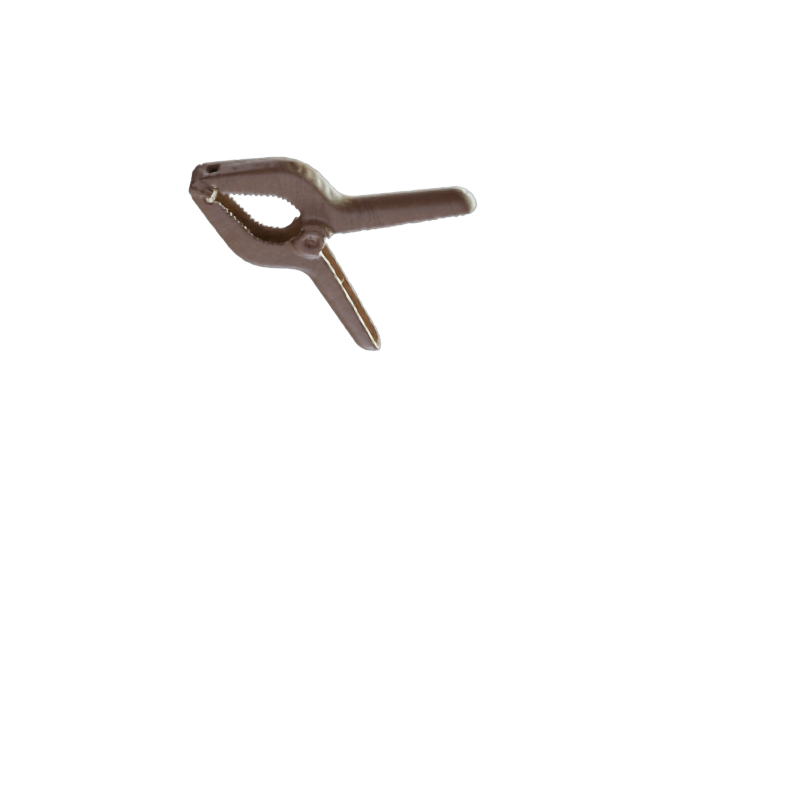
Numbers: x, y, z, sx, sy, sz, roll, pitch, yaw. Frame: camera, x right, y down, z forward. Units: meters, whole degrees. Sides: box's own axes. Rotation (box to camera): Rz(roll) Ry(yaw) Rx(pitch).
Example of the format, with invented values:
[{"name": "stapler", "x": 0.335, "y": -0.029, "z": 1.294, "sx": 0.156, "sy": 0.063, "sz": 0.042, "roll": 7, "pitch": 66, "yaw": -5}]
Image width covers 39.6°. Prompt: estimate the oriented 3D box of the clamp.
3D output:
[{"name": "clamp", "x": -0.067, "y": -0.123, "z": 0.859, "sx": 0.205, "sy": 0.157, "sz": 0.039, "roll": 17, "pitch": 33, "yaw": -12}]
